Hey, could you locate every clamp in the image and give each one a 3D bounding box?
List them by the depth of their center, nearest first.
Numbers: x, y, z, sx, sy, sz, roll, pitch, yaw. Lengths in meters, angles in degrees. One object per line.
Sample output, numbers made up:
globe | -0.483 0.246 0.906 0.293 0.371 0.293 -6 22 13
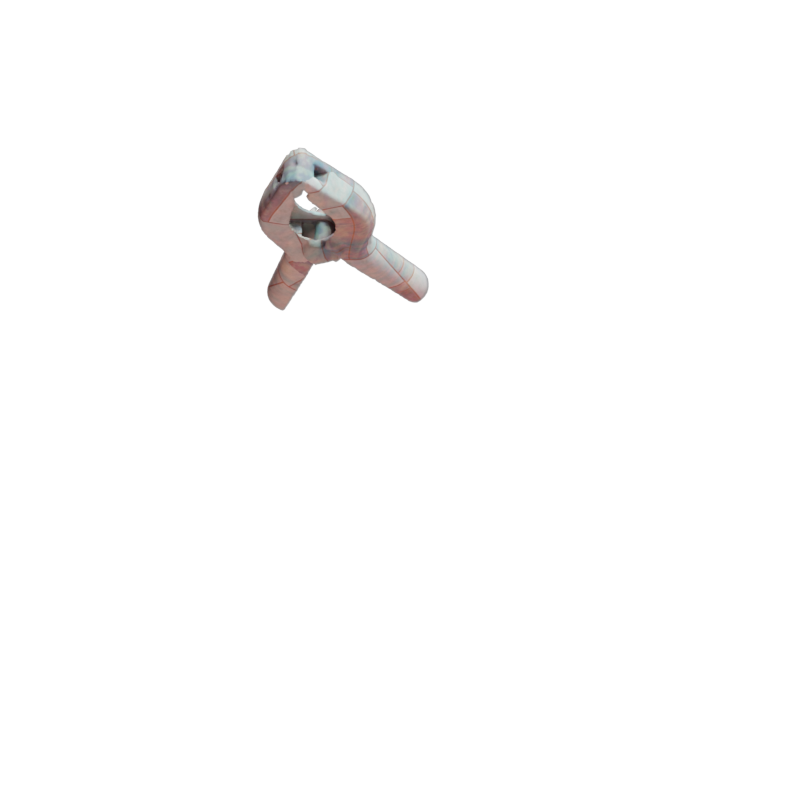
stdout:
clamp | -0.060 -0.110 0.772 0.121 0.042 0.158 -12 -35 17
